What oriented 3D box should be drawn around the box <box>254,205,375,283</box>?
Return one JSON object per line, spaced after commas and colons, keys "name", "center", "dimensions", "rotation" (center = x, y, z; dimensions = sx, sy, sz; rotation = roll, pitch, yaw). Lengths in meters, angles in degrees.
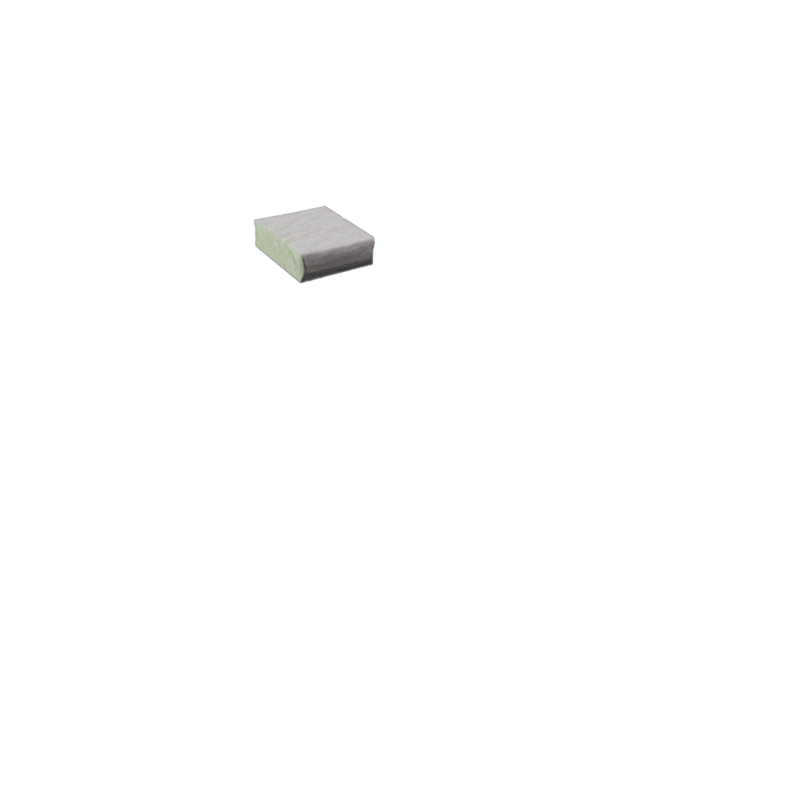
{"name": "box", "center": [-0.075, -0.138, 0.964], "dimensions": [0.072, 0.028, 0.096], "rotation": [-16, 33, -27]}
